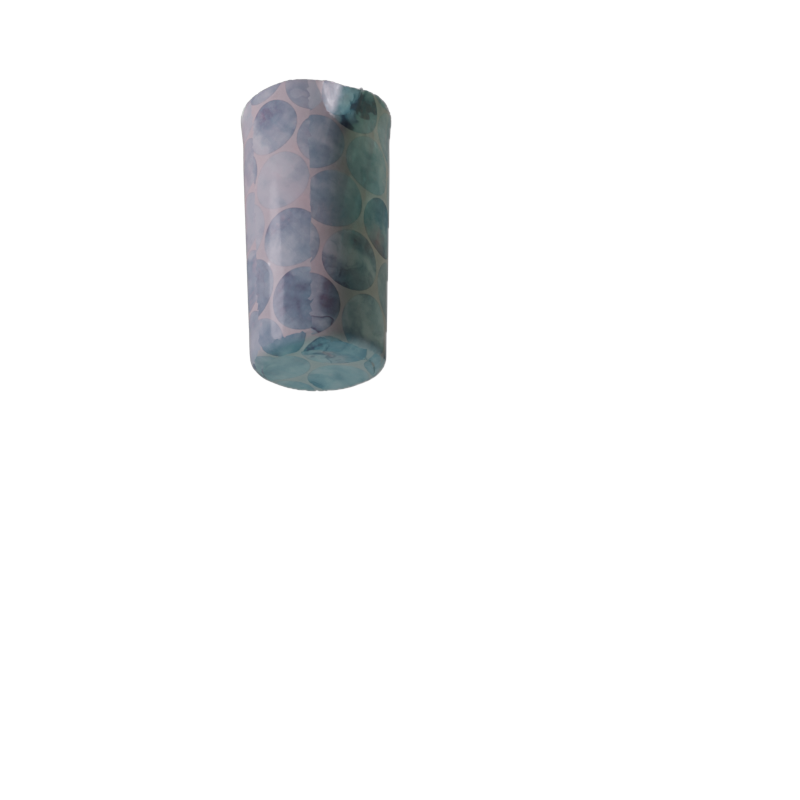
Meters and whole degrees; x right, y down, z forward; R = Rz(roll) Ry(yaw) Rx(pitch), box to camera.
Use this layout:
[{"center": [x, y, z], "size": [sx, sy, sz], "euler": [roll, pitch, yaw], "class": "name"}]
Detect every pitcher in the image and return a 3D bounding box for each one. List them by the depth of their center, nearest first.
[{"center": [-0.073, -0.133, 0.934], "size": [0.147, 0.257, 0.138], "euler": [-11, -27, 19], "class": "pitcher"}]
